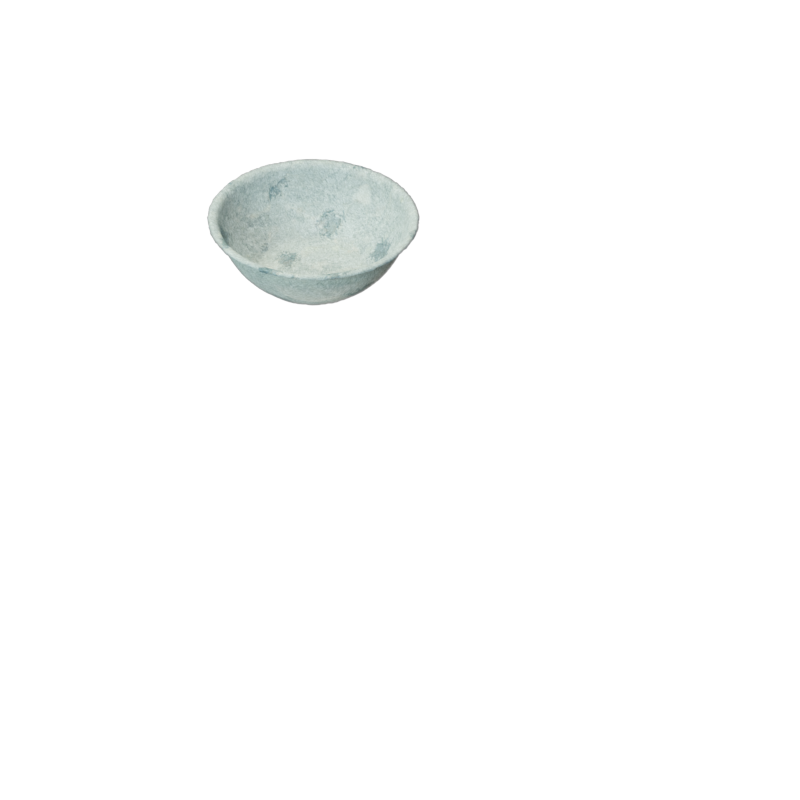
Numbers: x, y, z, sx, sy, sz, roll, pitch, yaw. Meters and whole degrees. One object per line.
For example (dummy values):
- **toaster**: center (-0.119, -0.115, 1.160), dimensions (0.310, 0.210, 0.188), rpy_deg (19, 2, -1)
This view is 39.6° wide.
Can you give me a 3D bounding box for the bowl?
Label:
- **bowl**: center (-0.067, -0.123, 0.860), dimensions (0.162, 0.051, 0.174), rpy_deg (-1, 40, -2)
